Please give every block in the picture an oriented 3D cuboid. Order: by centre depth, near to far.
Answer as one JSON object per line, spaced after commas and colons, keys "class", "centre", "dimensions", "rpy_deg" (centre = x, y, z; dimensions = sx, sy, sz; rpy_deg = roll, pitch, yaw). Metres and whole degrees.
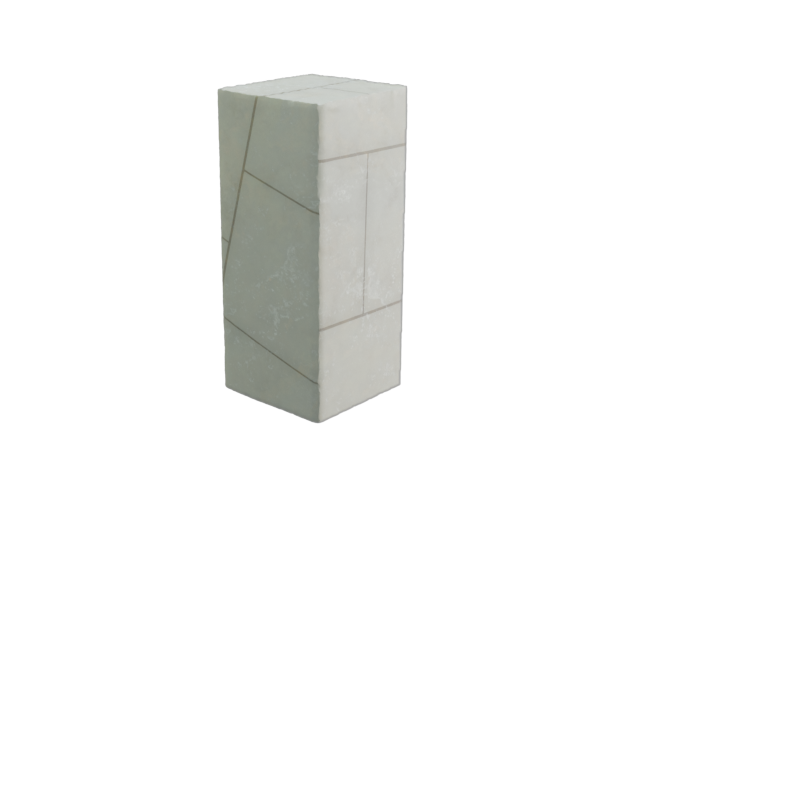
{"class": "block", "centre": [-0.057, -0.104, 0.732], "dimensions": [0.095, 0.198, 0.089], "rpy_deg": [16, 23, 38]}
